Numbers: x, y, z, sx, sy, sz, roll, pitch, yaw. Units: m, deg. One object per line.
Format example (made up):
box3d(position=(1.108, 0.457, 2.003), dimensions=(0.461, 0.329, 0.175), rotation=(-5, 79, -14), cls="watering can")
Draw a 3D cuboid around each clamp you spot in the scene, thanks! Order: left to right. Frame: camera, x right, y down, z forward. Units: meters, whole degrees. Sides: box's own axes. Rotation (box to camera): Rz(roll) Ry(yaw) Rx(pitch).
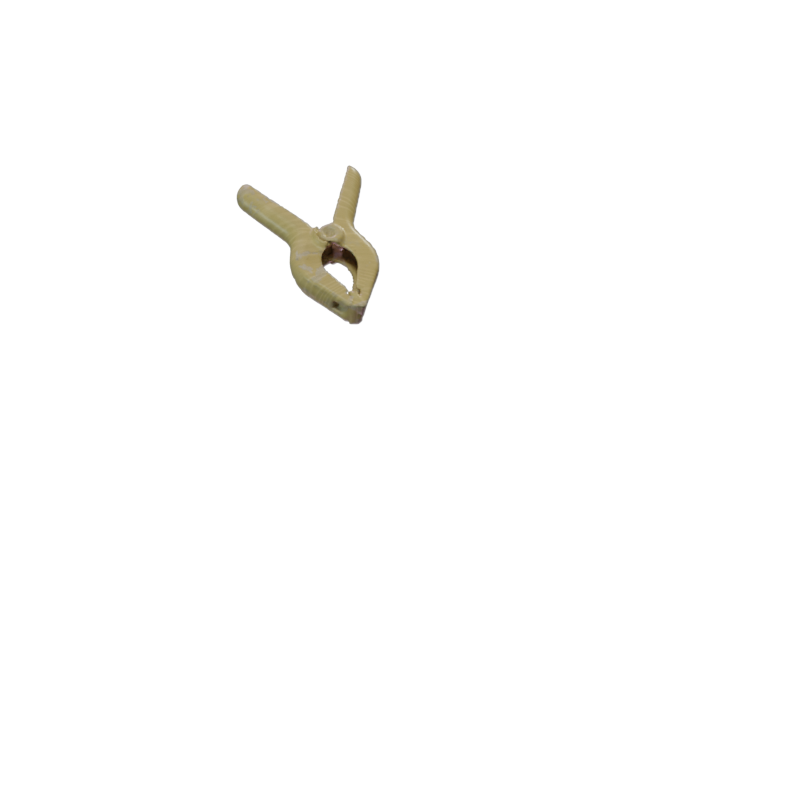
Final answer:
box3d(position=(-0.078, -0.142, 0.992), dimensions=(0.119, 0.185, 0.037), rotation=(-10, -38, -8), cls="clamp")
